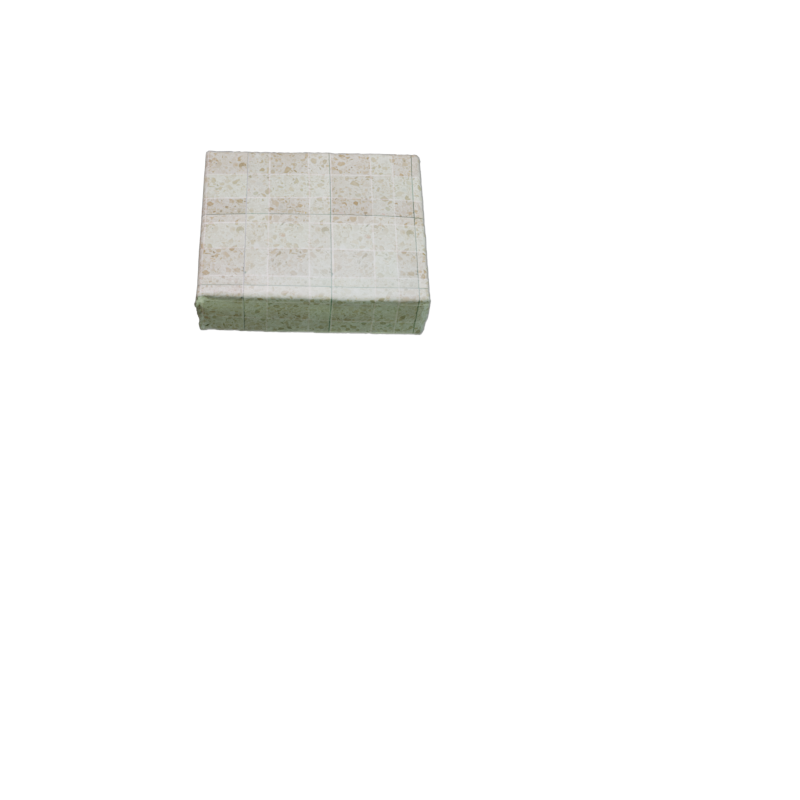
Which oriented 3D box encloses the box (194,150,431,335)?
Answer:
[{"bbox_3d":[-0.043,-0.079,0.554,0.113,0.096,0.036,-1,-34,-1],"label":"box"}]
